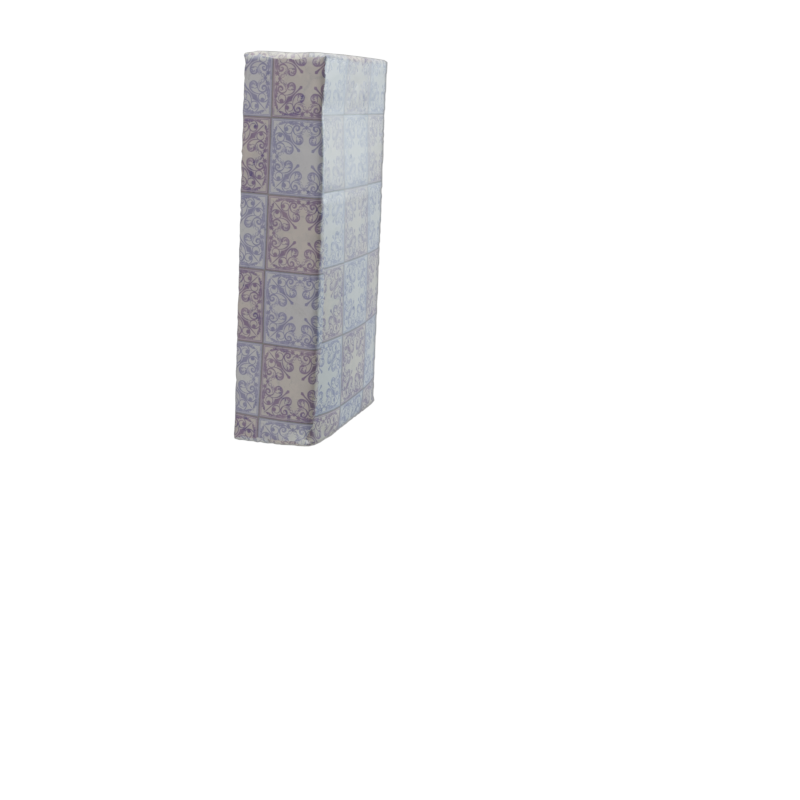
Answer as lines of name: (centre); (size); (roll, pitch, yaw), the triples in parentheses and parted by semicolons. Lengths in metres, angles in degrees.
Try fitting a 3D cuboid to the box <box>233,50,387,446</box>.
box: (-0.042, -0.075, 0.527); (0.049, 0.173, 0.093); (3, 9, 17)
